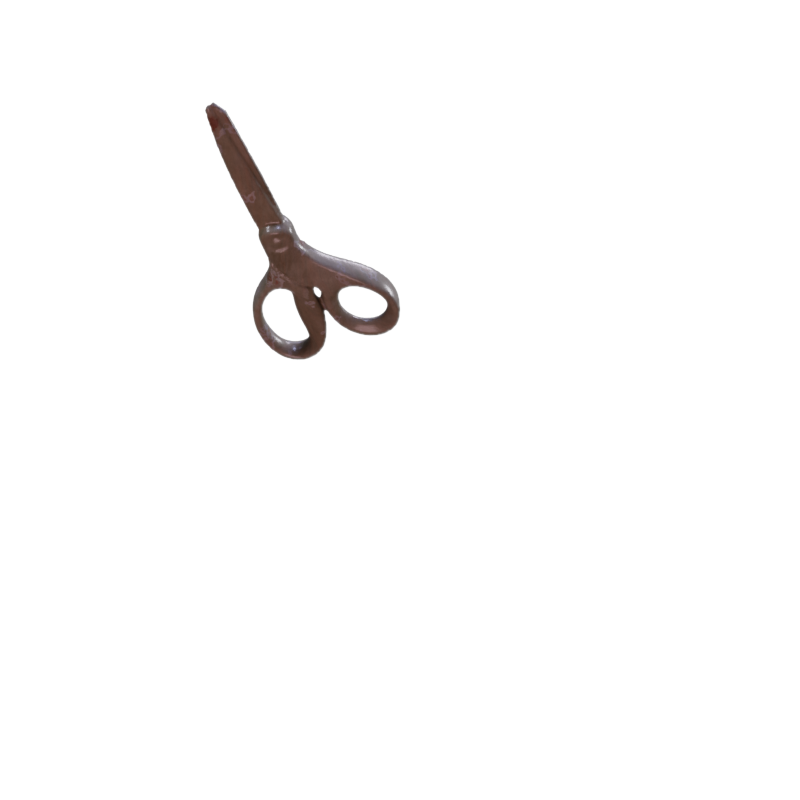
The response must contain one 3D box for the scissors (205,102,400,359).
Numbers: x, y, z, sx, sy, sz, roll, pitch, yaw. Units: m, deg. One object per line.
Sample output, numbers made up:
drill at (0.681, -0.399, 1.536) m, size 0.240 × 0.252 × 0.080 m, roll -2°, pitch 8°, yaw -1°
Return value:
scissors at (-0.048, -0.087, 0.611) m, size 0.096 × 0.017 × 0.188 m, roll 0°, pitch -37°, yaw 0°
